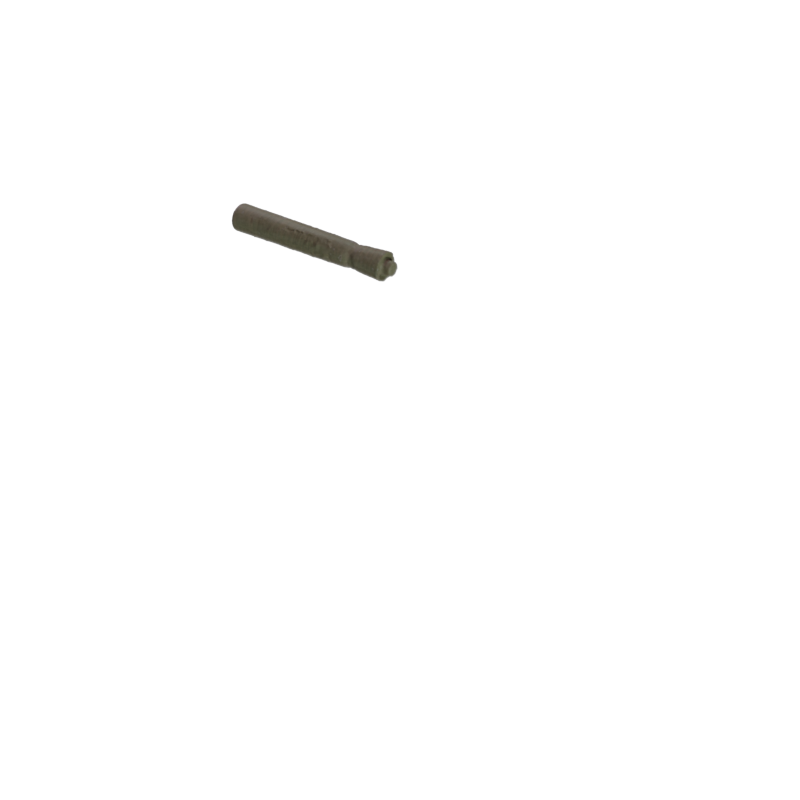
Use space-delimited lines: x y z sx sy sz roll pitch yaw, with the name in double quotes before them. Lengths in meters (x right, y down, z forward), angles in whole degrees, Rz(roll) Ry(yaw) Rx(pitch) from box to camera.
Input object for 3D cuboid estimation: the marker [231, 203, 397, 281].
"marker" -0.054 -0.098 0.689 0.128 0.019 0.019 23 16 32
